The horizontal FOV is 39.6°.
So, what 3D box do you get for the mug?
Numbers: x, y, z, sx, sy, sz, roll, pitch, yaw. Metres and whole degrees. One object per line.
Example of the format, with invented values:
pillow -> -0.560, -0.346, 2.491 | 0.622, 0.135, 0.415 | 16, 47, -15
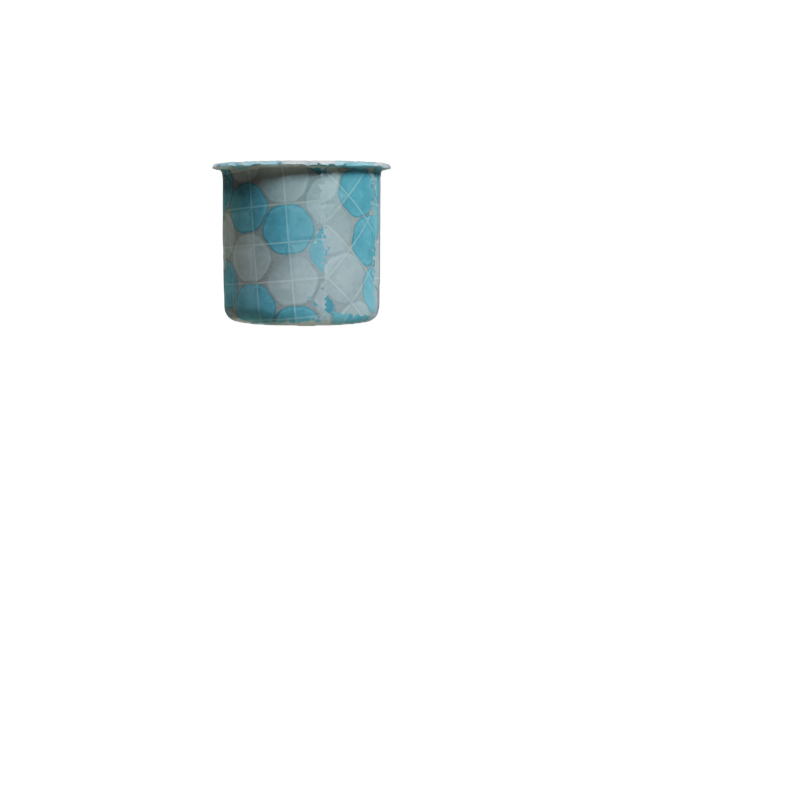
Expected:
mug -> -0.046, -0.084, 0.590 | 0.096, 0.081, 0.114 | 3, 8, 27
